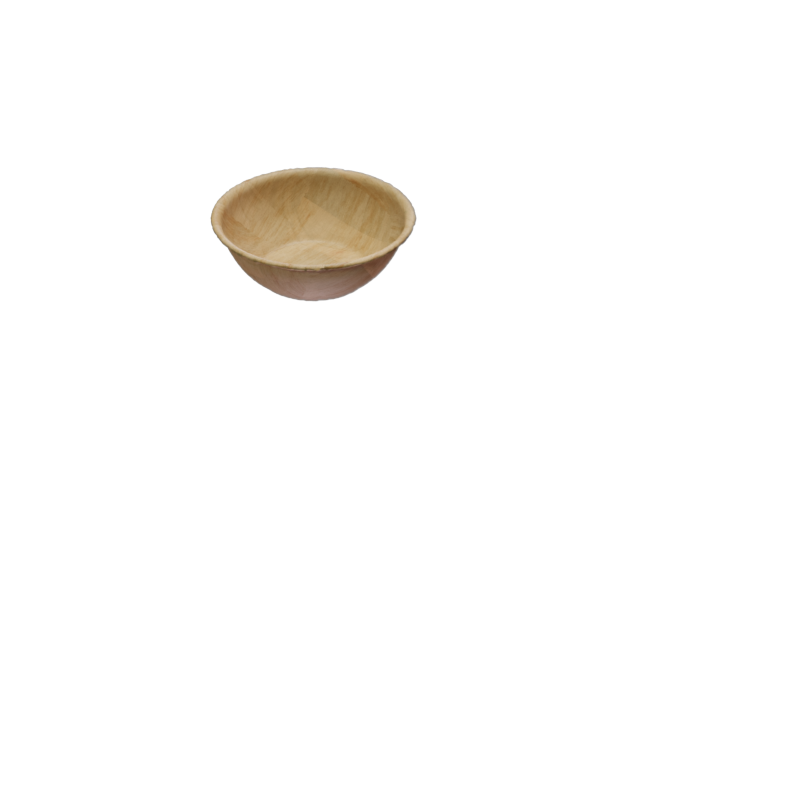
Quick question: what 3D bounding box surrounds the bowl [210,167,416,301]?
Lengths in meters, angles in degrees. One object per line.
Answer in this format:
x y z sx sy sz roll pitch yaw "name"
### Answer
-0.069 -0.126 0.886 0.162 0.051 0.173 -1 37 -2 "bowl"
